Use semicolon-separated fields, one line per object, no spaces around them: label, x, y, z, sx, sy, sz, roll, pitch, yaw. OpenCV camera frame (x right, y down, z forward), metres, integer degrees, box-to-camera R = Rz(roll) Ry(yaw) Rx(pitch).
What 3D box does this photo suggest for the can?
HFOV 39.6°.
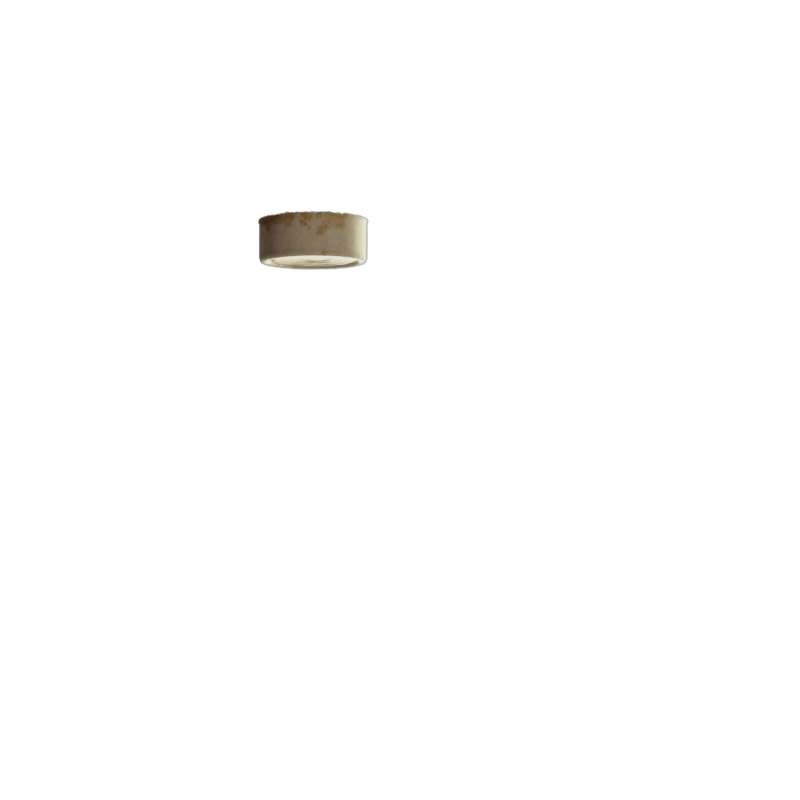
can;-0.067;-0.123;0.859;0.086;0.034;0.085;0;-2;-2
